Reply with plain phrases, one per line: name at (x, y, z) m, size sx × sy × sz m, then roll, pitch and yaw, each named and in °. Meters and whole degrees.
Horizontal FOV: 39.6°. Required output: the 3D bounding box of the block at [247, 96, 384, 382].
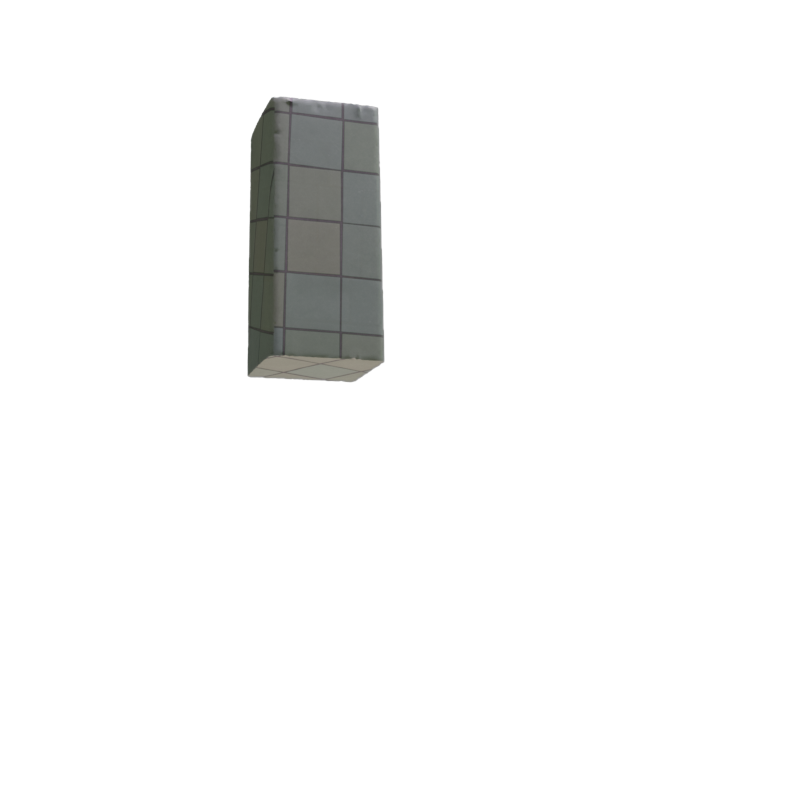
block at (-0.069, -0.126, 0.881) m, size 0.089 × 0.215 × 0.089 m, roll 4°, pitch -17°, yaw -16°
